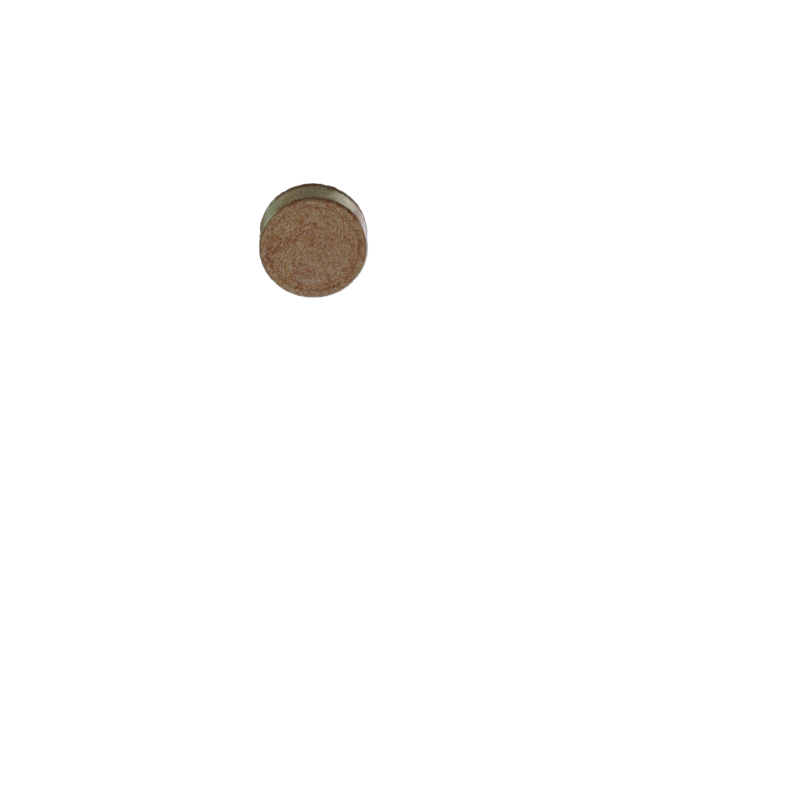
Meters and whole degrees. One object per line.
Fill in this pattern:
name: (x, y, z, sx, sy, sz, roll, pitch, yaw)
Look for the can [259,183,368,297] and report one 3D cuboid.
can: (-0.068, -0.124, 0.866, 0.086, 0.081, 0.035, 1, 26, -1)
